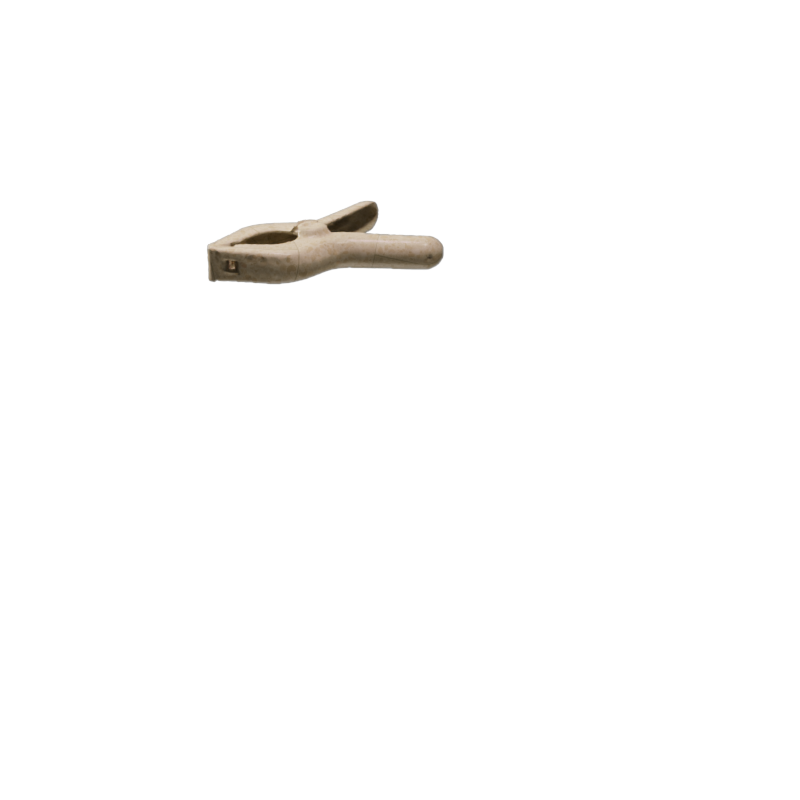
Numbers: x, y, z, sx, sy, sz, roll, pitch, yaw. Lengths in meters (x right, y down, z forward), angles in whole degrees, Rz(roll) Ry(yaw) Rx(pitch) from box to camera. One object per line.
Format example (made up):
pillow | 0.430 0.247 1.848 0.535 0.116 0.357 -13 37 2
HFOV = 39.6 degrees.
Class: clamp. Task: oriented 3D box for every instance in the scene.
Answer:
clamp | -0.066 -0.120 0.841 0.168 0.038 0.127 -6 21 -16
